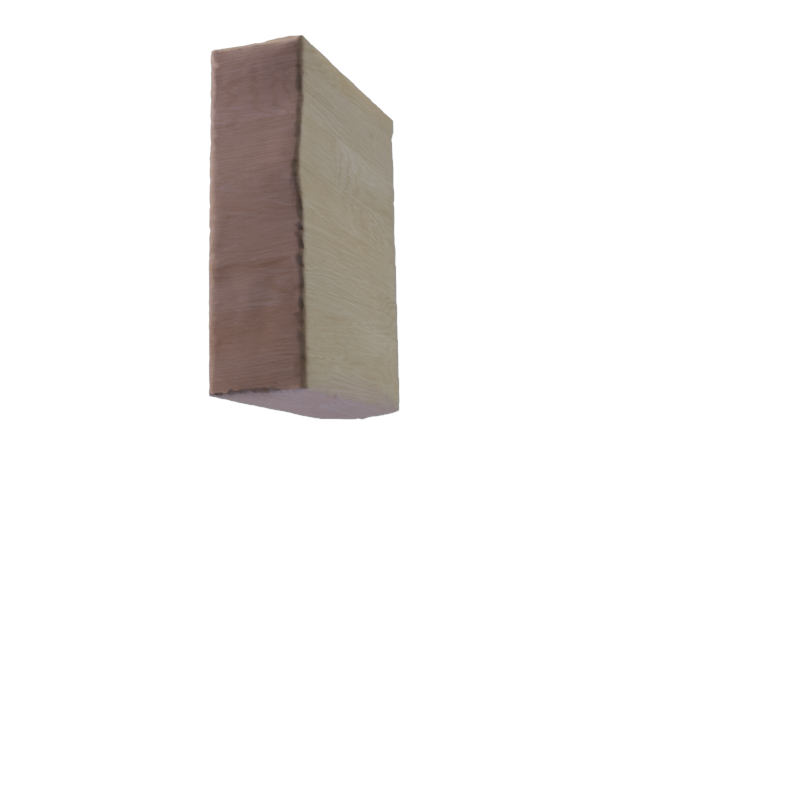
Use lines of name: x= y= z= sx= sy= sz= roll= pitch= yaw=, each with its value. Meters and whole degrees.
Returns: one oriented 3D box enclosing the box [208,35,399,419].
box: x=-0.056 y=-0.101 z=0.709 sx=0.073 sy=0.221 sz=0.156 roll=-6 pitch=-12 yaw=20
